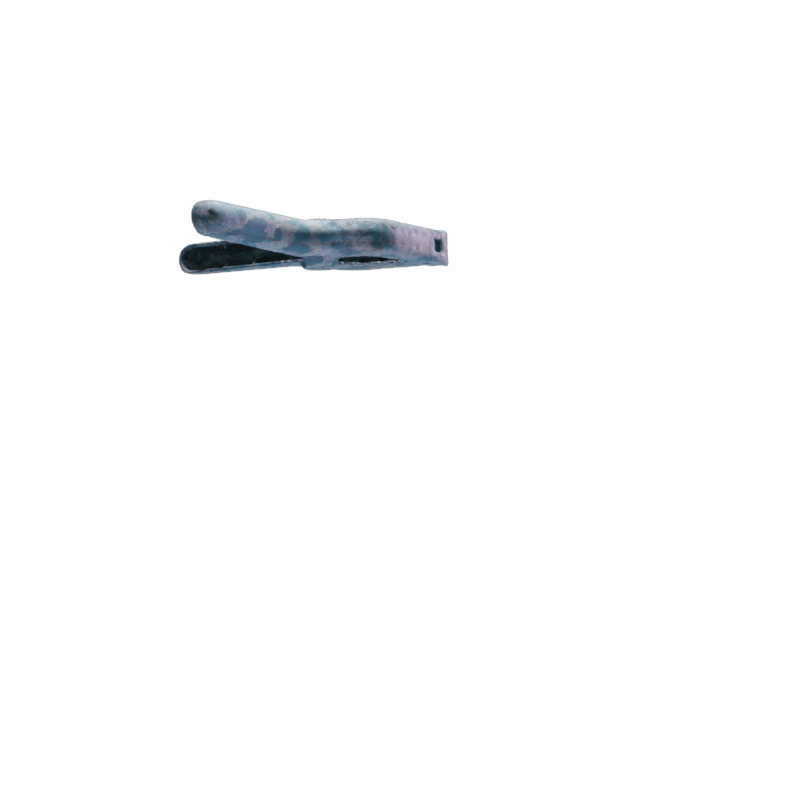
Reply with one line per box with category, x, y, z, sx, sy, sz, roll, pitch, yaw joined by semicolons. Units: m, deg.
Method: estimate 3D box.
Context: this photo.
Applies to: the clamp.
clamp;-0.065;-0.119;0.830;0.209;0.037;0.162;0;-4;-5
